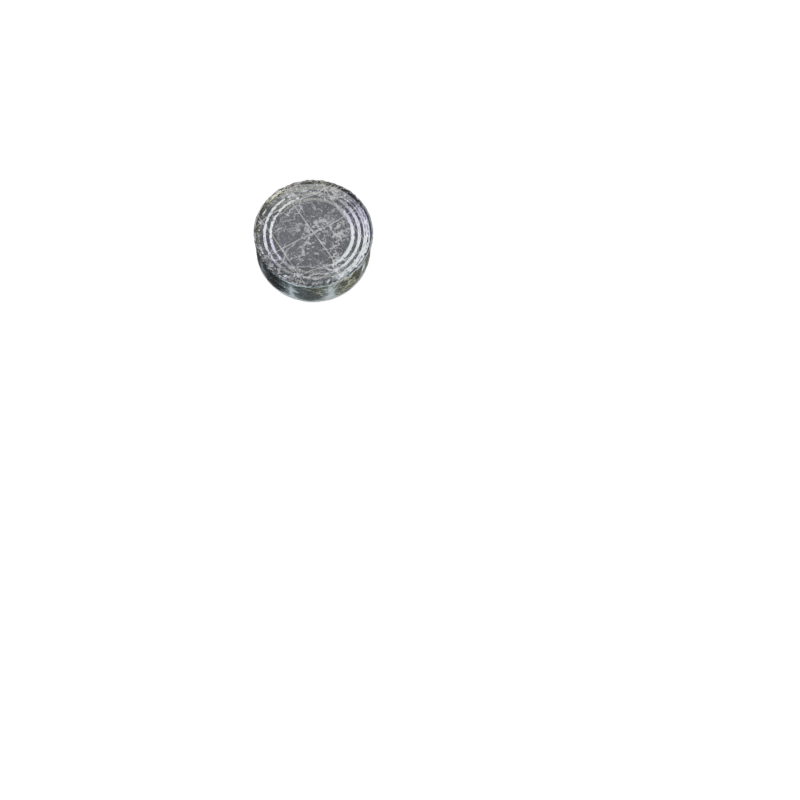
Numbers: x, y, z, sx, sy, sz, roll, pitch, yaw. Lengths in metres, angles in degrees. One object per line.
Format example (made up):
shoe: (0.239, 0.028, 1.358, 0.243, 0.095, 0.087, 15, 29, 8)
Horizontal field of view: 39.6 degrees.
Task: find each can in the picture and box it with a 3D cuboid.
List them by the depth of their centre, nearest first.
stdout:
can: (-0.063, -0.115, 0.808, 0.086, 0.091, 0.032, -1, -24, -1)
